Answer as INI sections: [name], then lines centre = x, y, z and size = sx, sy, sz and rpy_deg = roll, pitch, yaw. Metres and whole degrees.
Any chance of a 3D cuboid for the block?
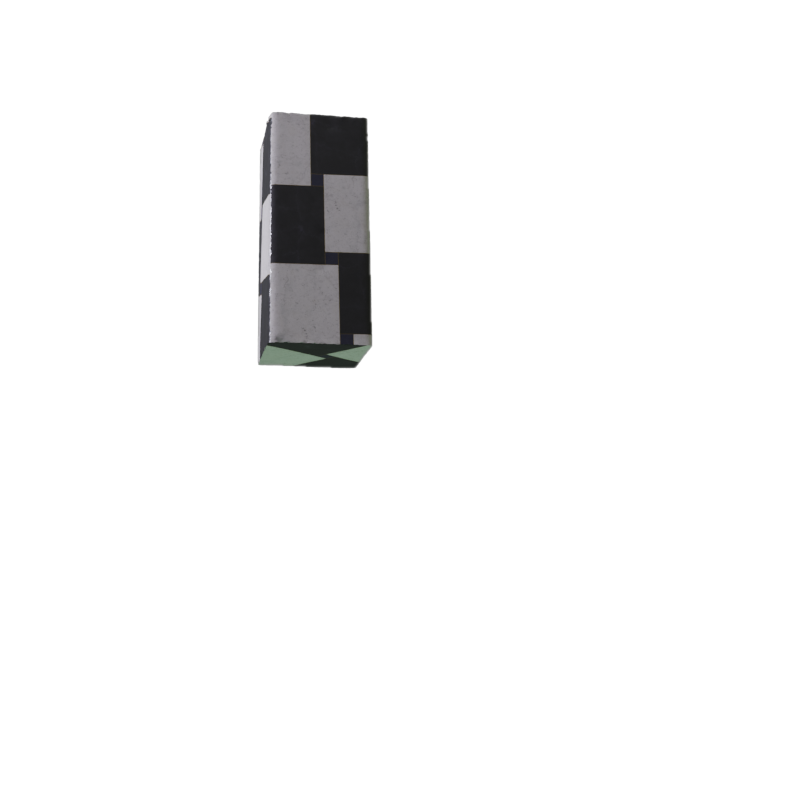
[block]
centre = -0.077, -0.140, 0.978
size = 0.089, 0.215, 0.088
rpy_deg = 2, -17, -10
